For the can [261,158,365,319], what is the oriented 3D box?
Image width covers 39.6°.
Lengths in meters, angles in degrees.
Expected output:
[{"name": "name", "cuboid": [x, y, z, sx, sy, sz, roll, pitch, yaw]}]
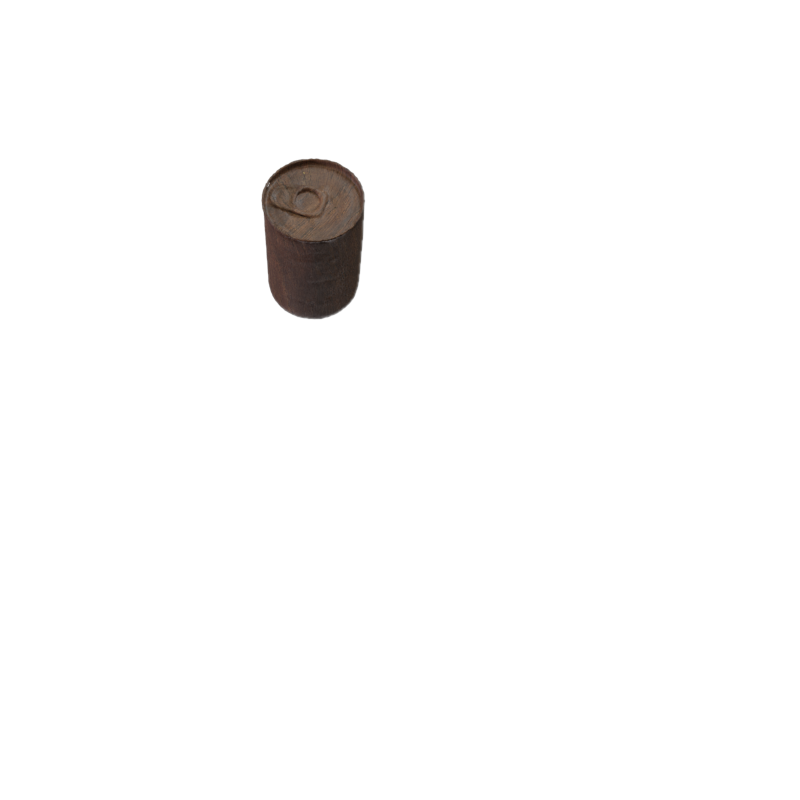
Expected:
[{"name": "can", "cuboid": [-0.060, -0.109, 0.766, 0.068, 0.073, 0.096, 0, -30, -3]}]
